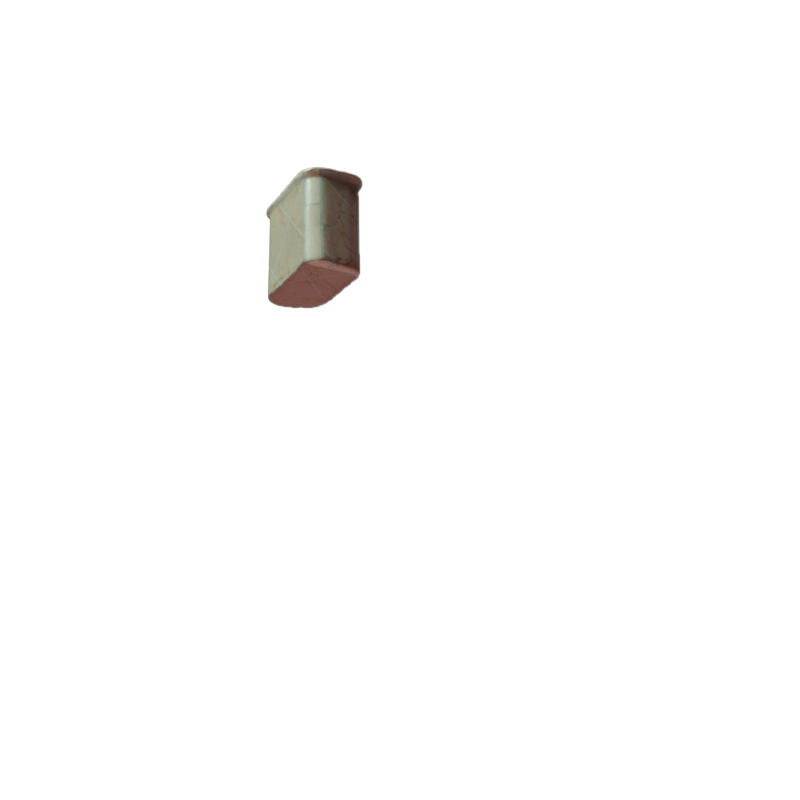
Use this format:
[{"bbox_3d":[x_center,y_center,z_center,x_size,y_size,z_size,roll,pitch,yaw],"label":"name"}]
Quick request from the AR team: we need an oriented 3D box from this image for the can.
[{"bbox_3d":[-0.072,-0.131,0.916,0.055,0.088,0.100,10,-24,-26],"label":"can"}]
